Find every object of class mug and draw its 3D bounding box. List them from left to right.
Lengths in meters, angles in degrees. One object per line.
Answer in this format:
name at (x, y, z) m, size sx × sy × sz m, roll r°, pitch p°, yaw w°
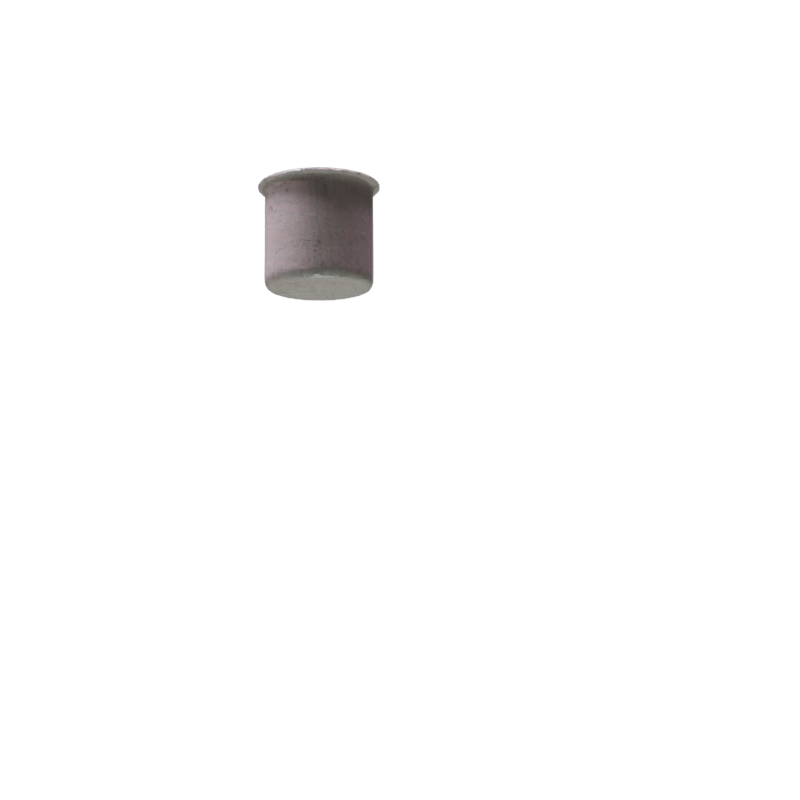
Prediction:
mug at (-0.066, -0.121, 0.845) m, size 0.090 × 0.084 × 0.117 m, roll 4°, pitch -11°, yaw -24°
